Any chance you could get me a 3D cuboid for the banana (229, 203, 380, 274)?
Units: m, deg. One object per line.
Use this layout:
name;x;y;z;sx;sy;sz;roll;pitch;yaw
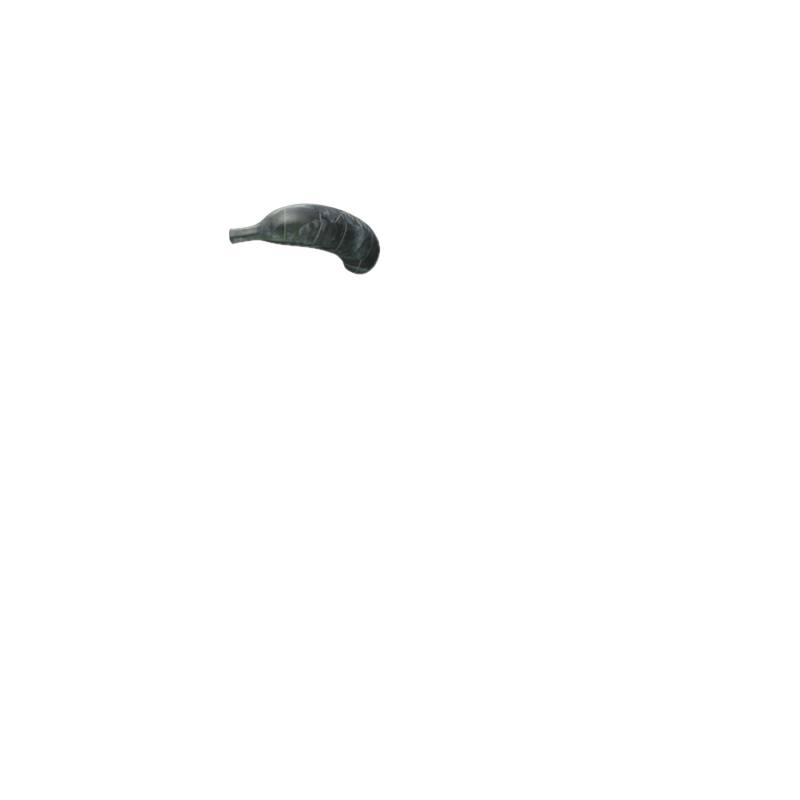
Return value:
banana;-0.060;-0.136;0.932;0.071;0.038;0.188;-4;-6;31
